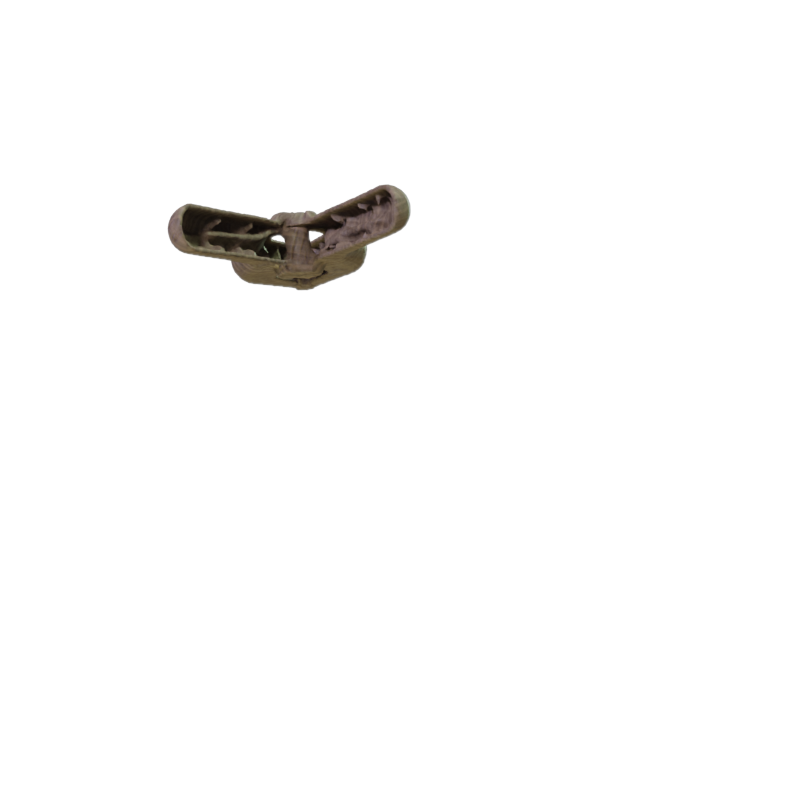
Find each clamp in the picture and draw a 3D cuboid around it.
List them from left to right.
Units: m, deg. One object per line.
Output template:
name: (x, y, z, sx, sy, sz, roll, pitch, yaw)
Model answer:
clamp: (-0.048, -0.088, 0.616, 0.121, 0.040, 0.168, 0, 0, 8)
